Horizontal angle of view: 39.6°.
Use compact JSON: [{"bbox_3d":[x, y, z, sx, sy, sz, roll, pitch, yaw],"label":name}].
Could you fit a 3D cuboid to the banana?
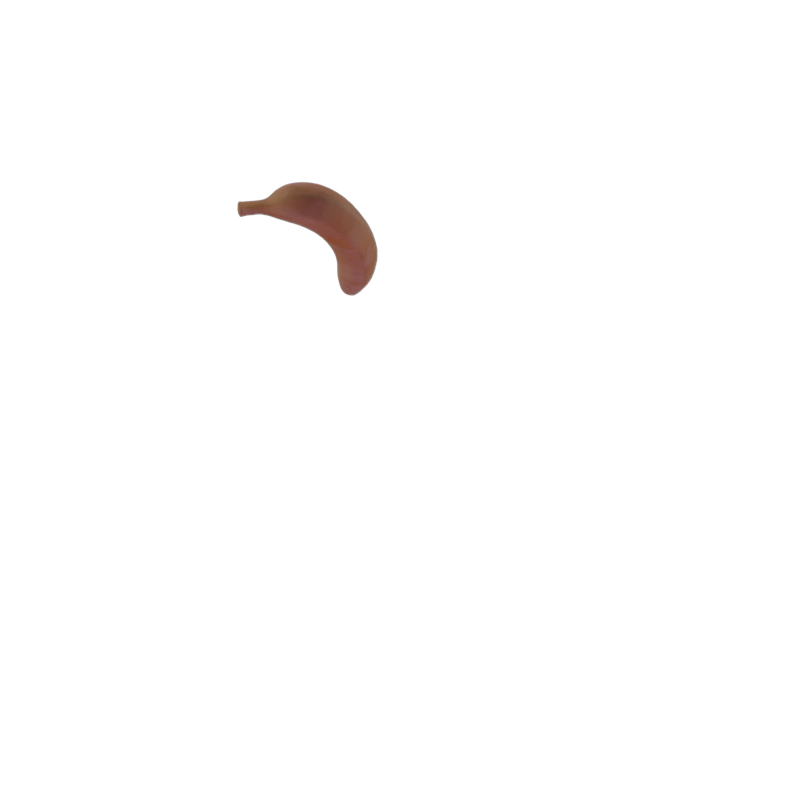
[{"bbox_3d":[-0.059,-0.139,0.934,0.071,0.039,0.184,-11,-23,24],"label":"banana"}]
